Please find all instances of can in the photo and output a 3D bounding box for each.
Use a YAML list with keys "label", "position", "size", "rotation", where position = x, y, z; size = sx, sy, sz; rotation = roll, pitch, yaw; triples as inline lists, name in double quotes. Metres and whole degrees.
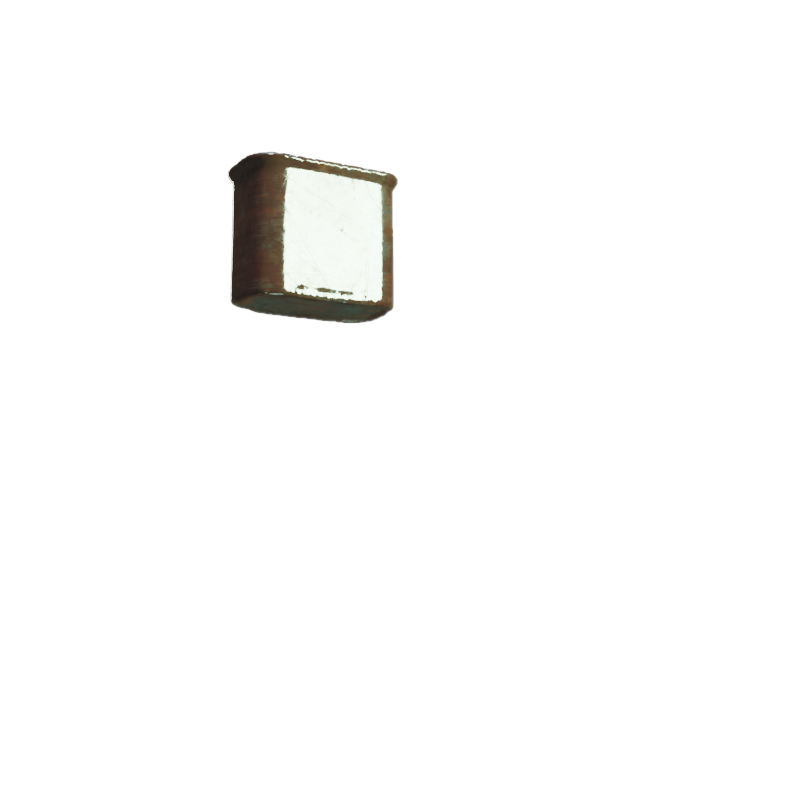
- label: "can"
  position: [-0.052, -0.095, 0.665]
  size: [0.098, 0.087, 0.058]
  rotation: [6, -15, -28]
